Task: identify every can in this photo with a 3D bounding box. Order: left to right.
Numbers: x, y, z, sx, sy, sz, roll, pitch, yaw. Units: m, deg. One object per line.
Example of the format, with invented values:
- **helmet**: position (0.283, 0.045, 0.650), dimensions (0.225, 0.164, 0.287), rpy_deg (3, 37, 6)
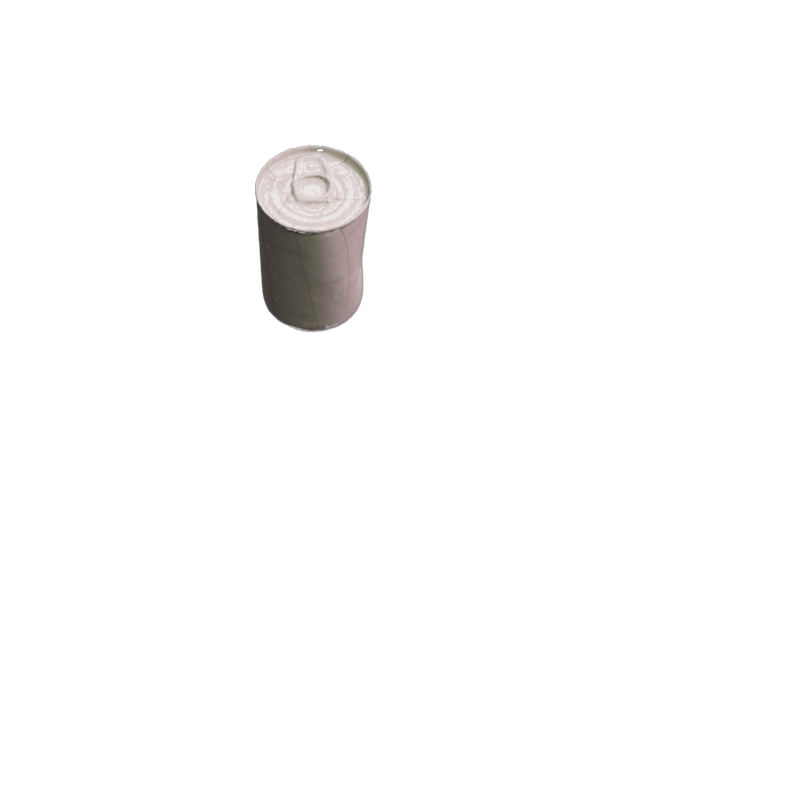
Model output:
- **can**: position (-0.053, -0.097, 0.682), dimensions (0.068, 0.073, 0.095), rpy_deg (0, -35, -3)
